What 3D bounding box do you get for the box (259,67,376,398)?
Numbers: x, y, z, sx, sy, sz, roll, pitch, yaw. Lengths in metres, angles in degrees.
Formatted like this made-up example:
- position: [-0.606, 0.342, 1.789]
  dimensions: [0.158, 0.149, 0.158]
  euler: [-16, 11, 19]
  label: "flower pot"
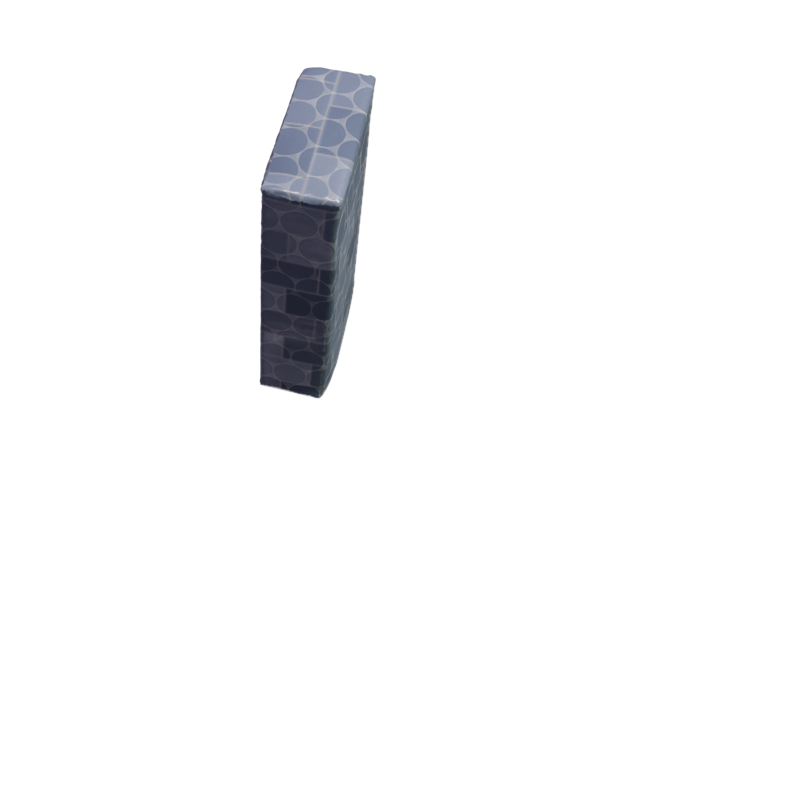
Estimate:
- position: [-0.048, -0.087, 0.607]
  dimensions: [0.048, 0.099, 0.165]
  euler: [10, -35, 3]
  label: "box"
